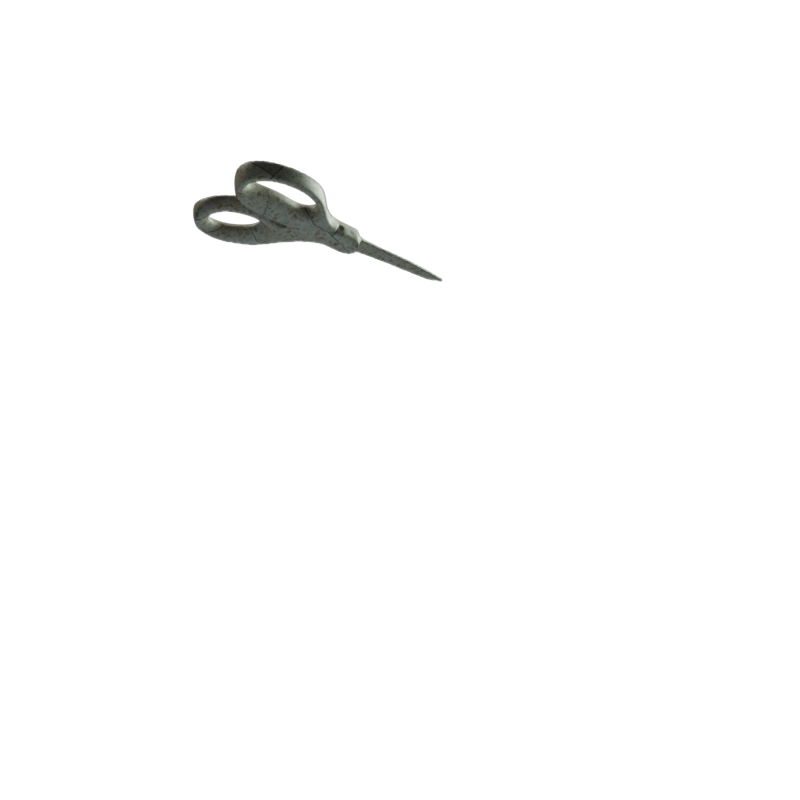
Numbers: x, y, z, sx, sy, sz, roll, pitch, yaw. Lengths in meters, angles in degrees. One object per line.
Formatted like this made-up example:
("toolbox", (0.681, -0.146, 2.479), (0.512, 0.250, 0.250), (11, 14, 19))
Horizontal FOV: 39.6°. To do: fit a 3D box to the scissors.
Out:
("scissors", (-0.058, -0.105, 0.737), (0.098, 0.017, 0.188), (-11, -22, 27))
